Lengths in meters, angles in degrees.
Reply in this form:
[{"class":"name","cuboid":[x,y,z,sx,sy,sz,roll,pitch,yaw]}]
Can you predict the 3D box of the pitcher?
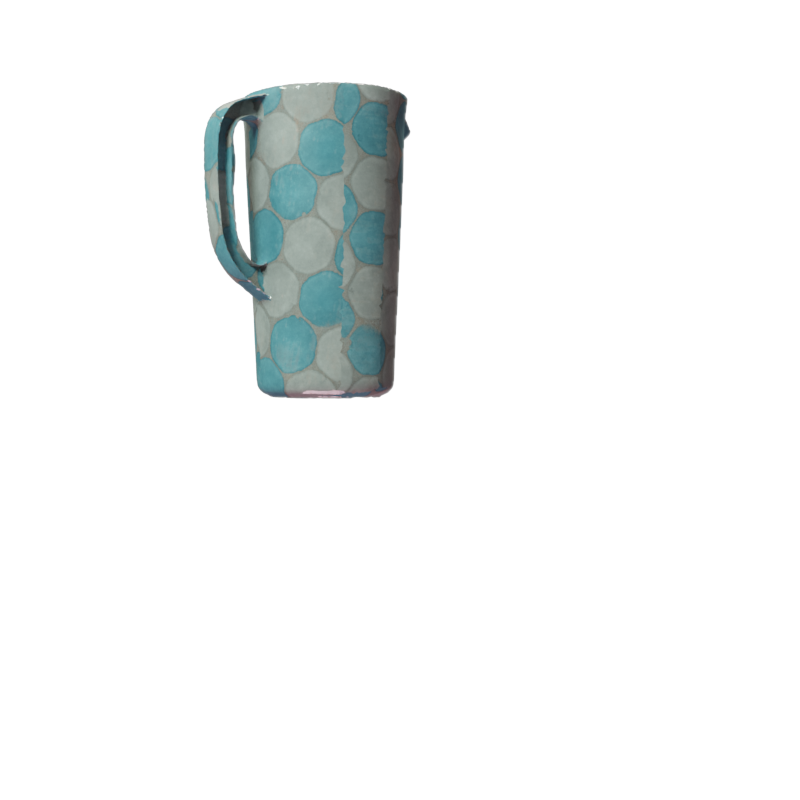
[{"class":"pitcher","cuboid":[-0.069,-0.125,0.876,0.151,0.246,0.142,-1,-4,7]}]
